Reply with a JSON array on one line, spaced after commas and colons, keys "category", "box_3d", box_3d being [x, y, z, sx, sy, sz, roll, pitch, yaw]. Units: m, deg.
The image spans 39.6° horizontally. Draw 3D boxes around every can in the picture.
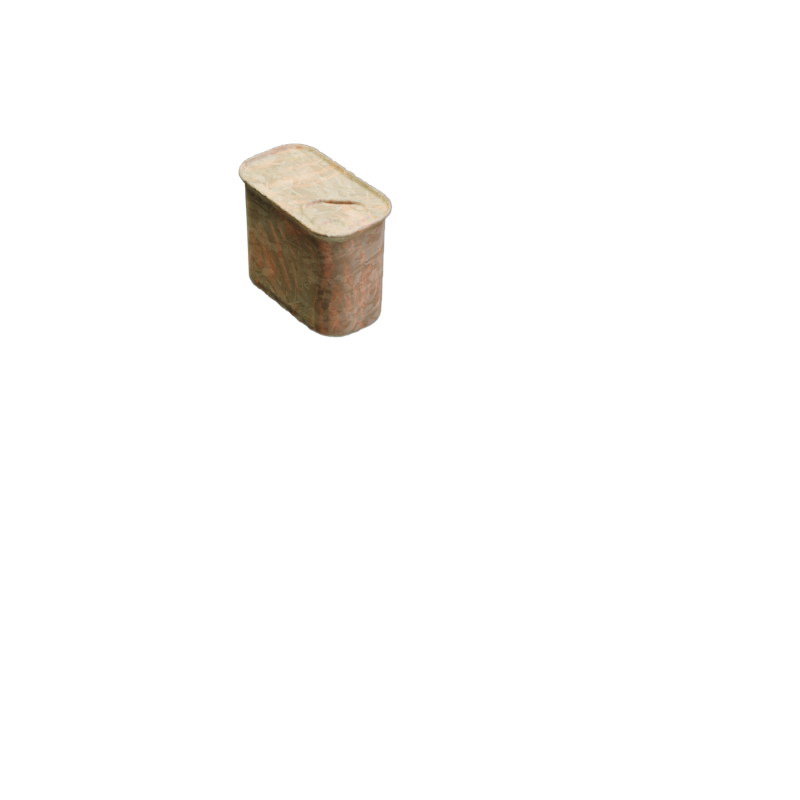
[{"category": "can", "box_3d": [-0.054, -0.099, 0.692, 0.057, 0.078, 0.109, -27, 48, -30]}]
